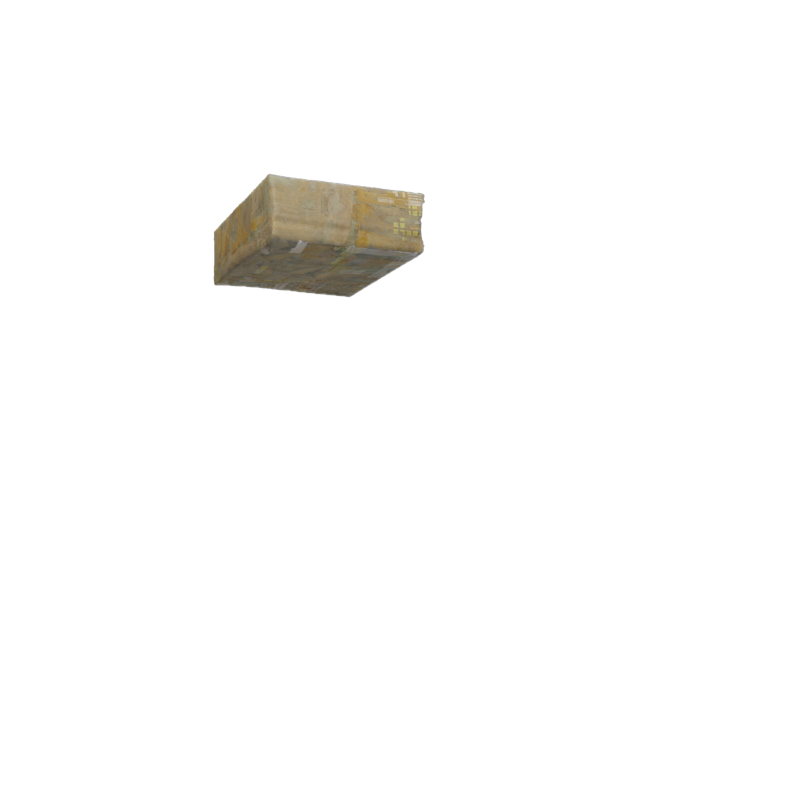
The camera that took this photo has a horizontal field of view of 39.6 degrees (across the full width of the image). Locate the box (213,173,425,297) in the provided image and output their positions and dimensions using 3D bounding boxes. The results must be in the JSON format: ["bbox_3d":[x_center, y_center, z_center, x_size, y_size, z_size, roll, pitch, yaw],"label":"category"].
[{"bbox_3d":[-0.049,-0.090,0.627,0.087,0.040,0.114,3,-8,-22],"label":"box"}]
